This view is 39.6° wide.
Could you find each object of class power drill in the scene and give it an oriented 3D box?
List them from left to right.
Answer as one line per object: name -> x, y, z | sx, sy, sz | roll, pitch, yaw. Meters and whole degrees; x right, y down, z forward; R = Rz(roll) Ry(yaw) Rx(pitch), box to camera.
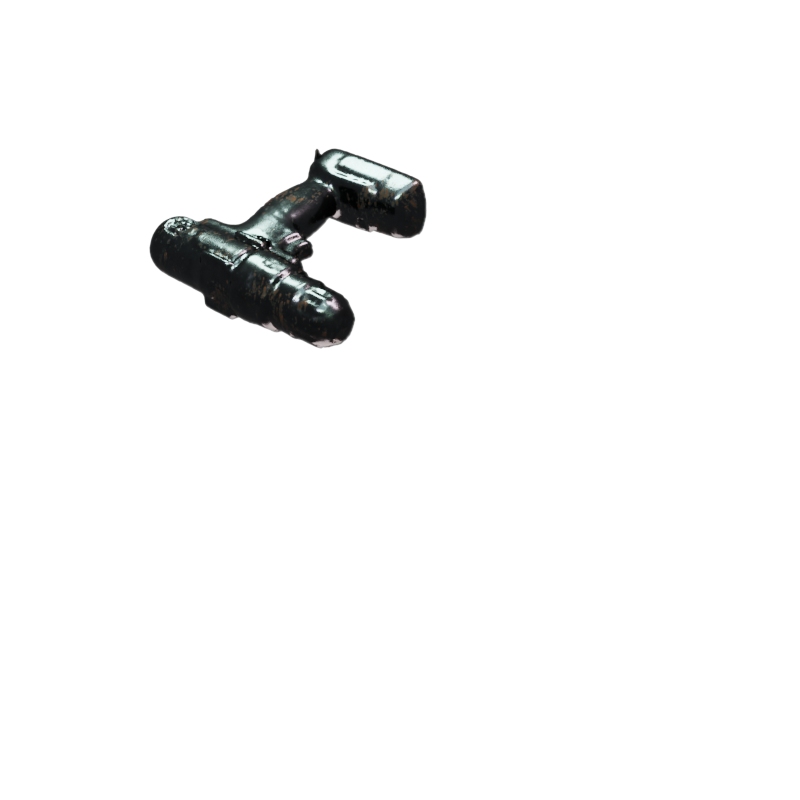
power drill -> -0.065, -0.118, 0.827 | 0.196, 0.054, 0.189 | 27, 44, 31
